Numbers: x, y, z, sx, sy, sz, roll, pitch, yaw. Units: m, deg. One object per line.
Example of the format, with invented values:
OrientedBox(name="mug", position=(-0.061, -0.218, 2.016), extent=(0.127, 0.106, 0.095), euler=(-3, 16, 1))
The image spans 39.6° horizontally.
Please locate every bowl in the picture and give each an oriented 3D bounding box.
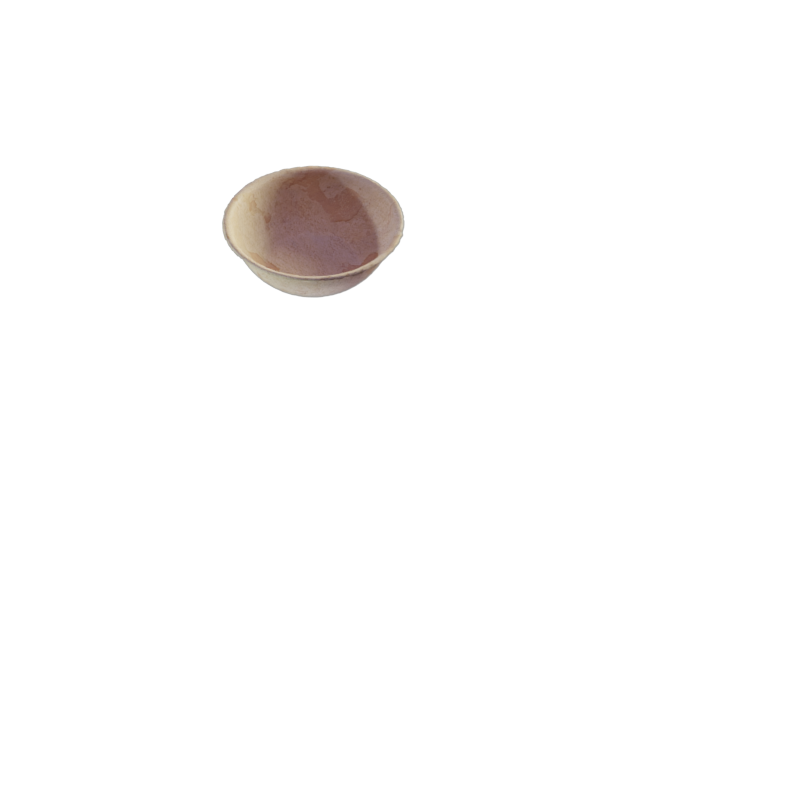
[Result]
OrientedBox(name="bowl", position=(-0.078, -0.143, 1.000), extent=(0.162, 0.051, 0.174), euler=(-1, 44, -1))
